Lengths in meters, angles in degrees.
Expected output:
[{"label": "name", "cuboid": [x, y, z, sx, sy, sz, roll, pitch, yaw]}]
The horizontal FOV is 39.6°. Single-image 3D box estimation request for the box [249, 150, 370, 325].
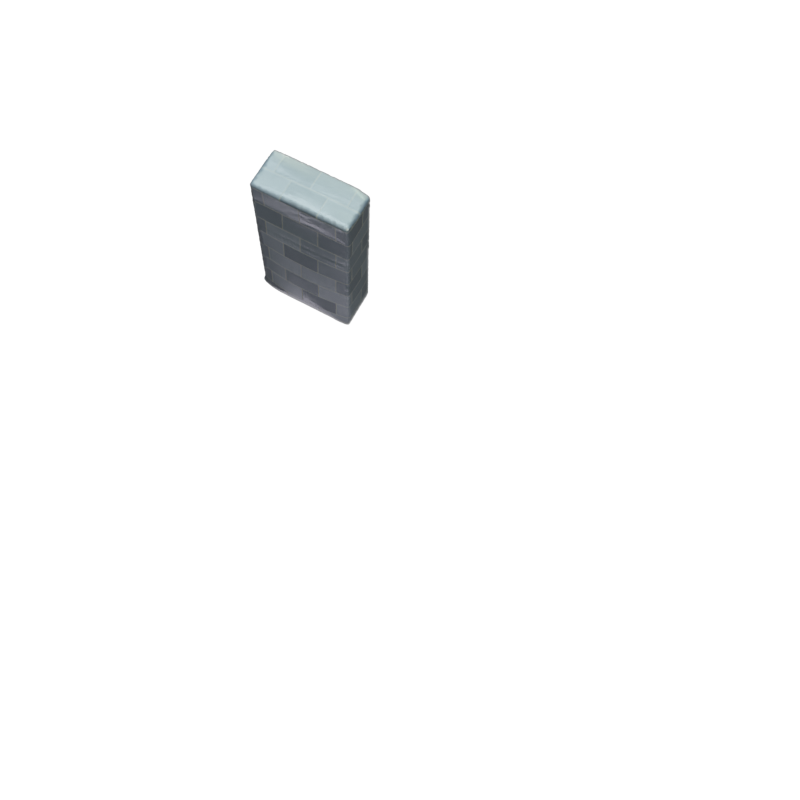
[{"label": "box", "cuboid": [-0.074, -0.136, 0.952, 0.096, 0.049, 0.166, 29, -23, 10]}]
